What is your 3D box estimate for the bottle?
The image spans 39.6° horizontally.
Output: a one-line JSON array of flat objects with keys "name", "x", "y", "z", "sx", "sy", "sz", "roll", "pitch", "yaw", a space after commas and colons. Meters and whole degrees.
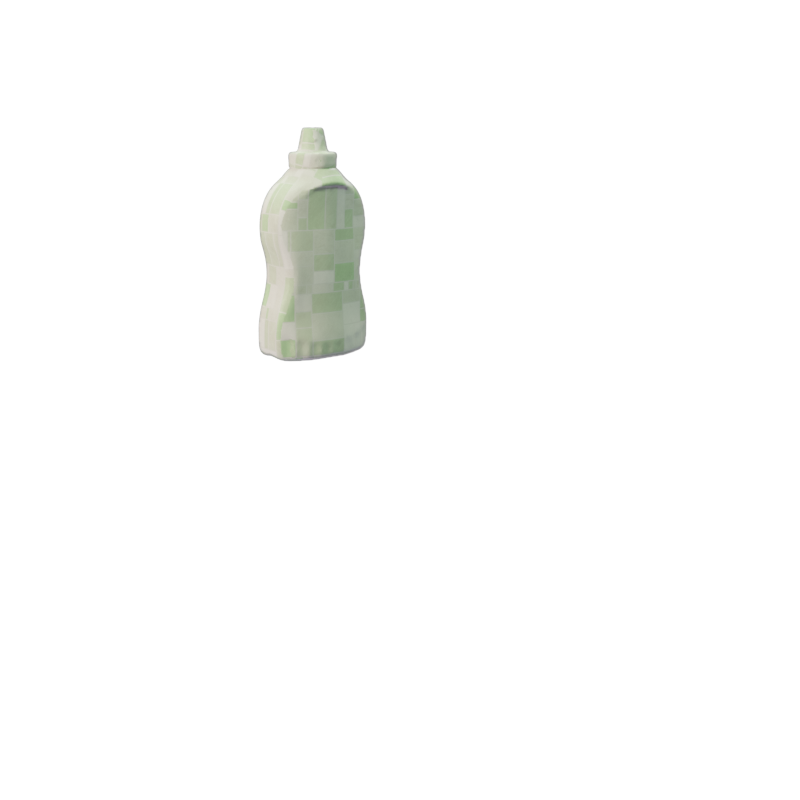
[{"name": "bottle", "x": -0.074, "y": -0.134, "z": 0.936, "sx": 0.093, "sy": 0.188, "sz": 0.061, "roll": -6, "pitch": 10, "yaw": -36}]
